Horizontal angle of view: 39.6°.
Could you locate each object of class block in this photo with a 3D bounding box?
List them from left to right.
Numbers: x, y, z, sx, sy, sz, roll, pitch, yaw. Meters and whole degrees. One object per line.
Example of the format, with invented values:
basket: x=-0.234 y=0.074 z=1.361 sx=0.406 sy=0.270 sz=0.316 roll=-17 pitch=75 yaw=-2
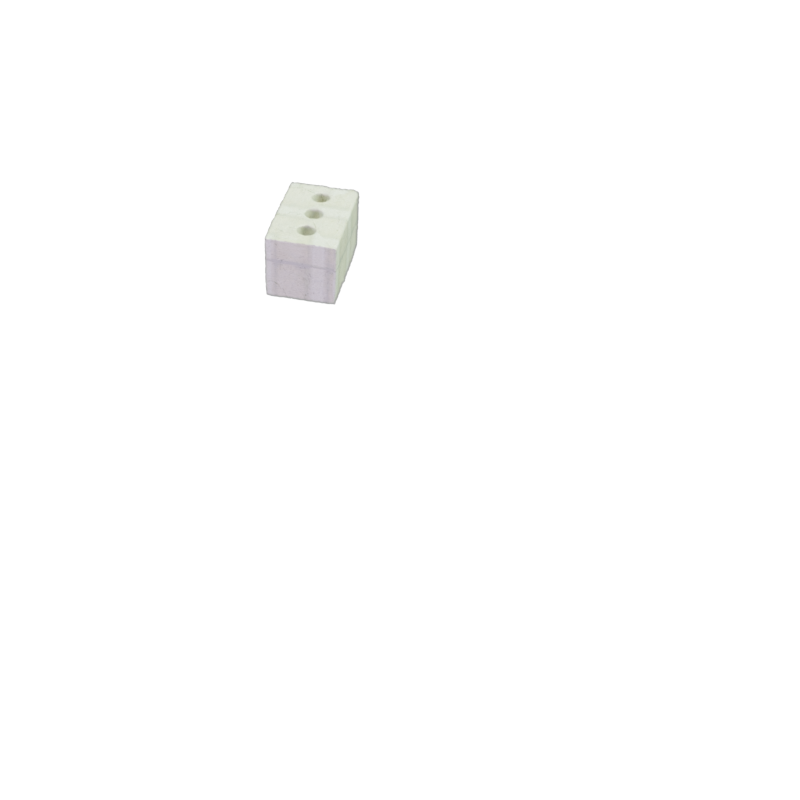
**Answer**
block: x=-0.063 y=-0.114 z=0.800 sx=0.053 sy=0.048 sz=0.082 roll=7 pitch=40 yaw=7
